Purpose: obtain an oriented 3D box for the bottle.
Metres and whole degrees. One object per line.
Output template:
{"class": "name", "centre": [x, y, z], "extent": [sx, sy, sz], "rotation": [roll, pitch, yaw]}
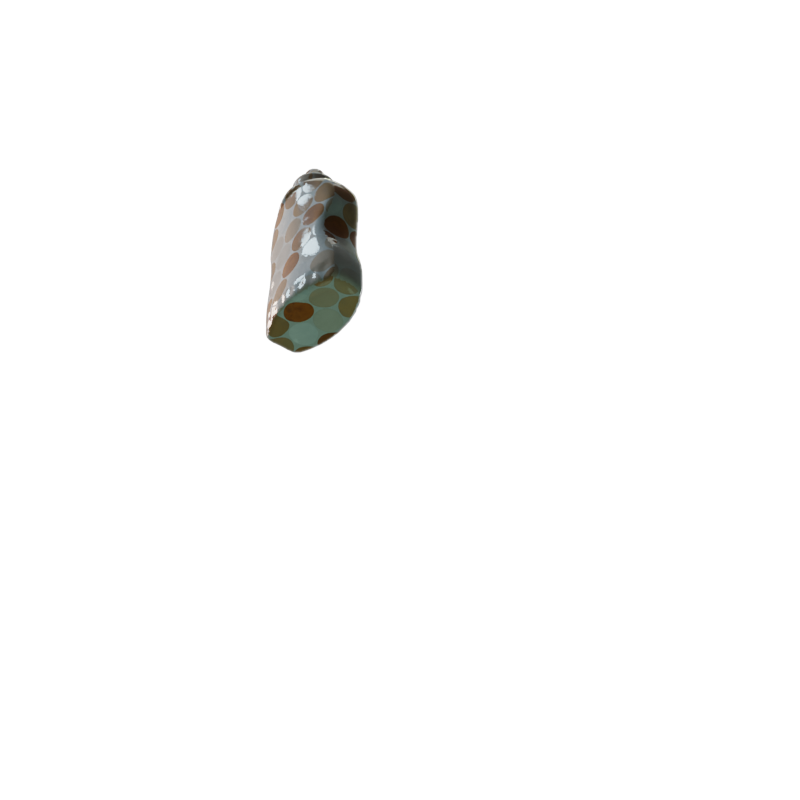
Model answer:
{"class": "bottle", "centre": [-0.076, -0.138, 0.971], "extent": [0.055, 0.206, 0.094], "rotation": [27, -52, -28]}
